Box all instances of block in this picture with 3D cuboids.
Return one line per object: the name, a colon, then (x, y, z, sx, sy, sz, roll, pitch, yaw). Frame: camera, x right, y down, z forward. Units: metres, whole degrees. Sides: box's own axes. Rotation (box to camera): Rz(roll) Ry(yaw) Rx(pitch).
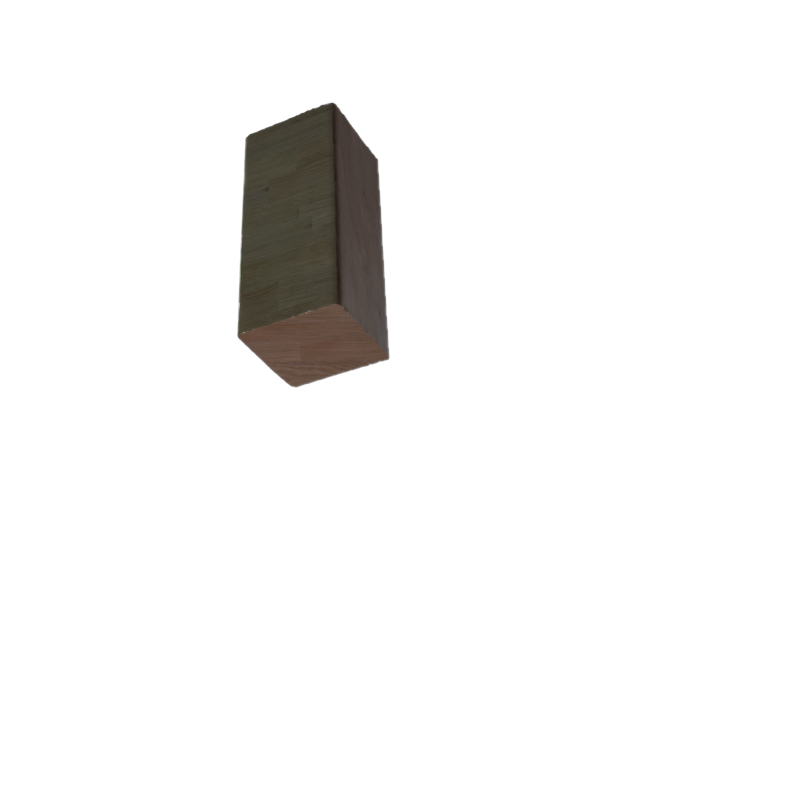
block: (-0.071, -0.130, 0.906, 0.091, 0.221, 0.083, -18, -38, 21)
